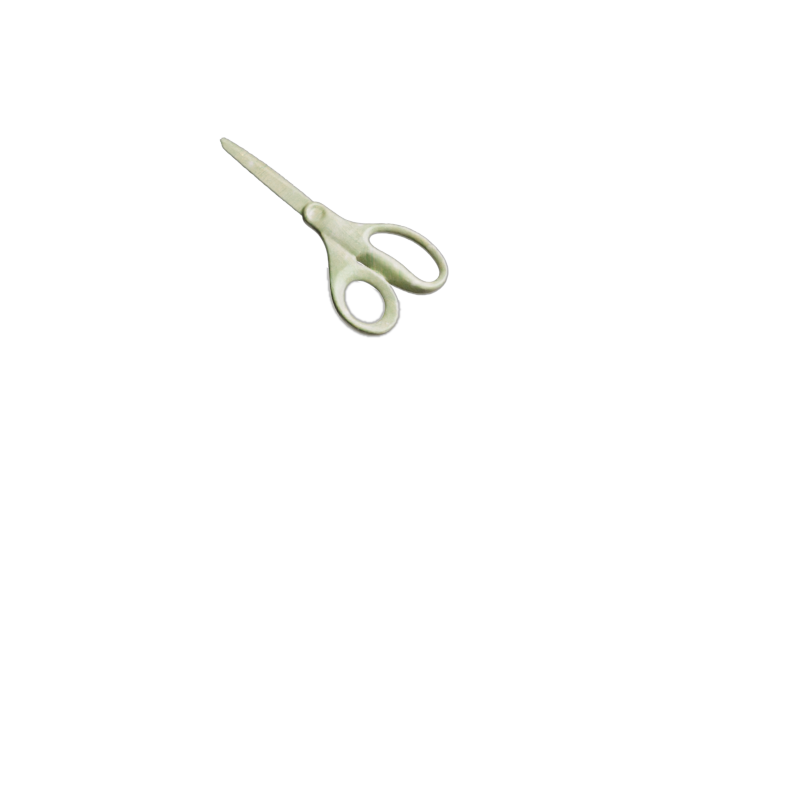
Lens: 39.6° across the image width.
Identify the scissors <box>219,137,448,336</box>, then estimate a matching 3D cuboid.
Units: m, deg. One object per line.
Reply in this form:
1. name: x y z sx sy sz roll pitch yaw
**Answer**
1. scissors: -0.064 -0.117 0.821 0.206 0.099 0.015 24 -18 9
